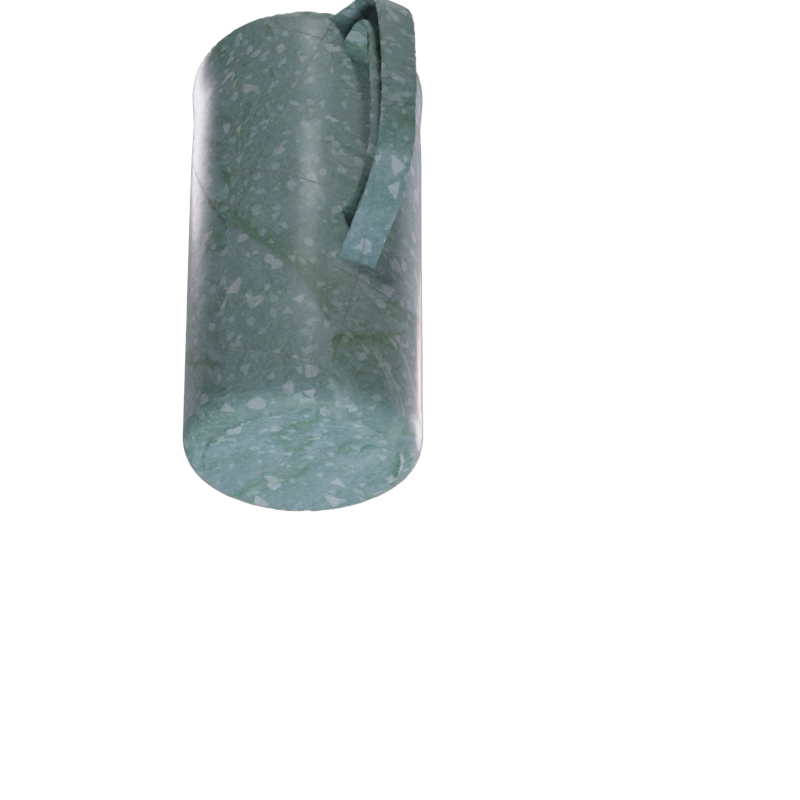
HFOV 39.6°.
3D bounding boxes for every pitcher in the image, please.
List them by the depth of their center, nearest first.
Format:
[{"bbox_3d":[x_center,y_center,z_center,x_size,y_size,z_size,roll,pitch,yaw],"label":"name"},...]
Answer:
[{"bbox_3d":[-0.044,-0.080,0.560,0.146,0.260,0.137,-12,-38,12],"label":"pitcher"}]
